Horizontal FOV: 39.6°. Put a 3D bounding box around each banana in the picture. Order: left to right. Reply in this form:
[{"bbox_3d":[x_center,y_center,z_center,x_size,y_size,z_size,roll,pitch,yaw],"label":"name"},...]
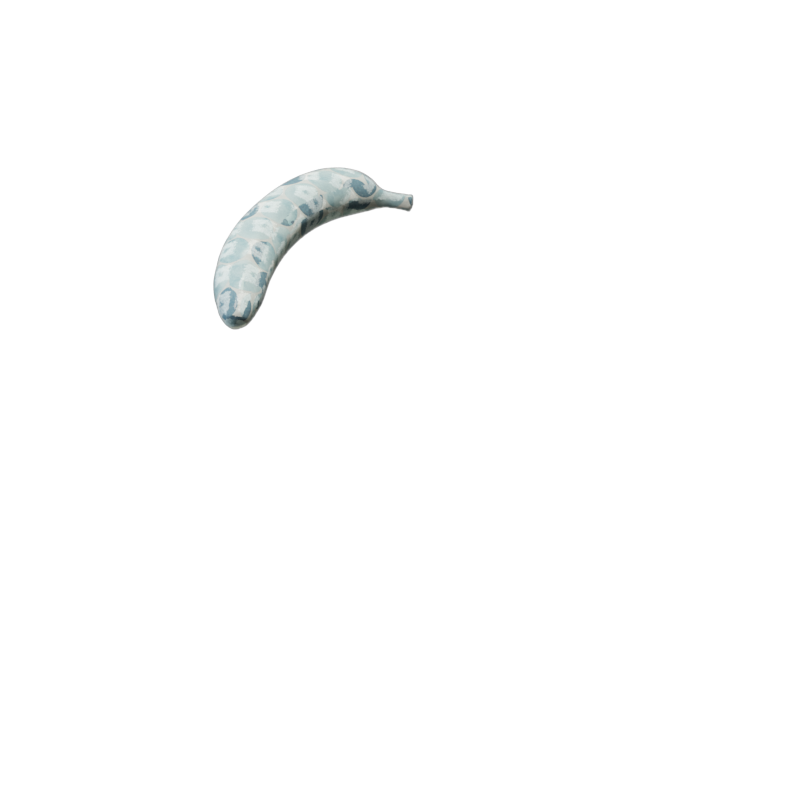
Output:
[{"bbox_3d":[-0.070,-0.112,0.731,0.073,0.034,0.201,22,43,26],"label":"banana"}]
